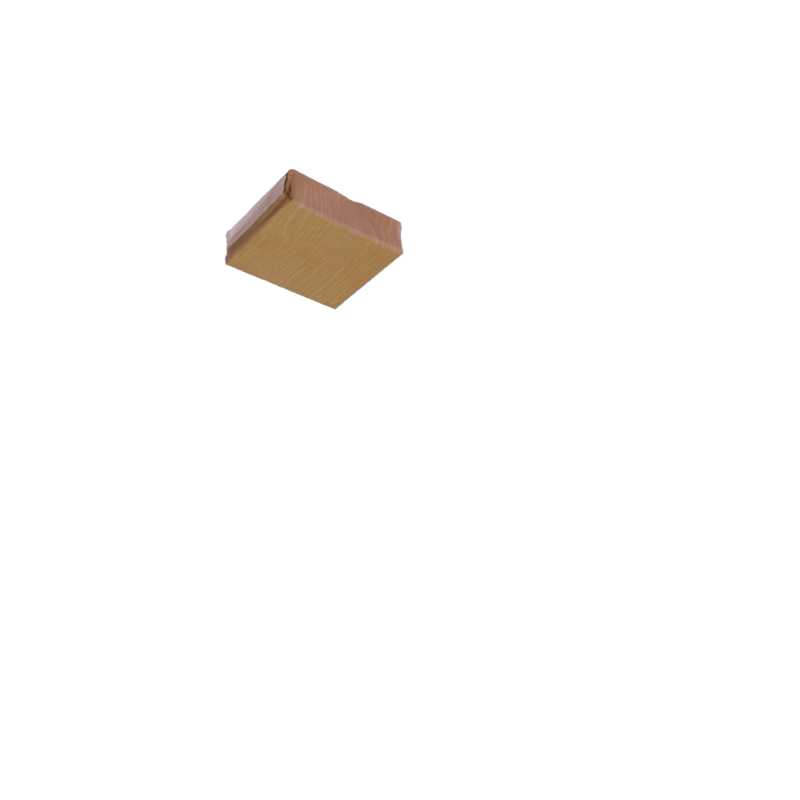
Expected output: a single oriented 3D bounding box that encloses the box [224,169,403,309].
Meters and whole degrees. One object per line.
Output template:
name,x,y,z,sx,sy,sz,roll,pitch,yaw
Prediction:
box,-0.055,-0.100,0.699,0.085,0.032,0.072,23,-42,-29
